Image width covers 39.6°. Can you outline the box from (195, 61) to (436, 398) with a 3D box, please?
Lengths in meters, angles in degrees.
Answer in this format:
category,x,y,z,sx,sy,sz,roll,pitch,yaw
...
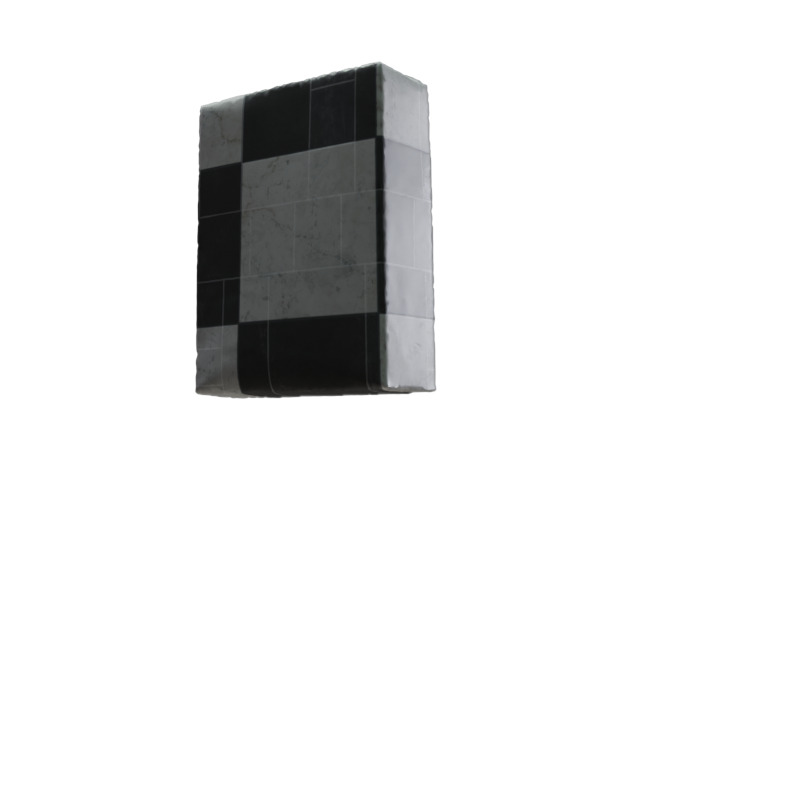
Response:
category,x,y,z,sx,sy,sz,roll,pitch,yaw
box,-0.061,-0.110,0.774,0.169,0.219,0.068,-5,-10,35
